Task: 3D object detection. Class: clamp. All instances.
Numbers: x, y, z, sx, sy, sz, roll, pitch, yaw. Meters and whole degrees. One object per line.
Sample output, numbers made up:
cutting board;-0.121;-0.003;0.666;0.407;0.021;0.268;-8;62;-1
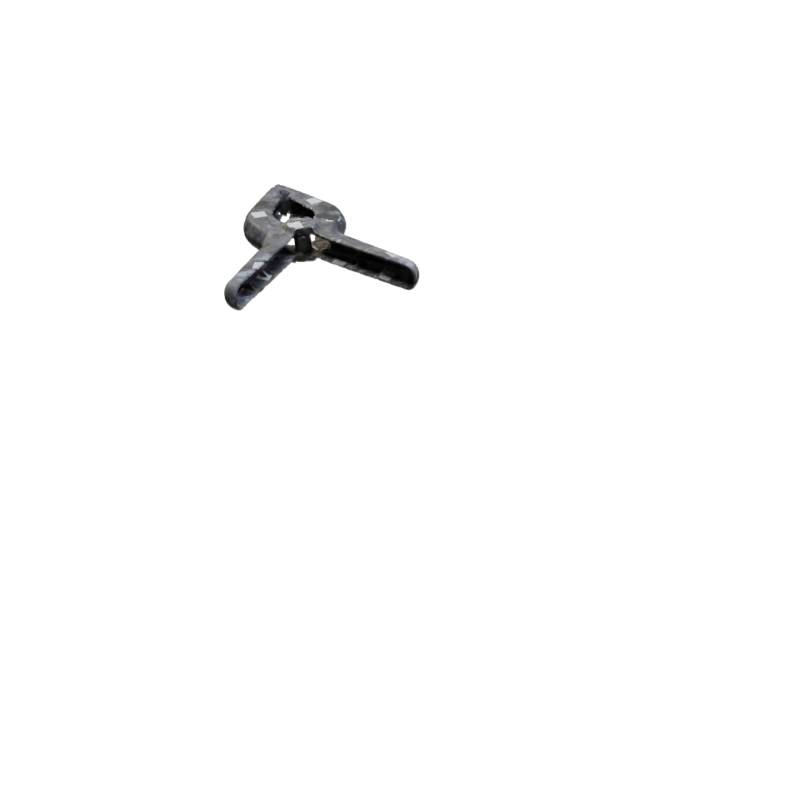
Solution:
clamp;-0.078;-0.142;0.997;0.163;0.034;0.224;-4;32;-7
